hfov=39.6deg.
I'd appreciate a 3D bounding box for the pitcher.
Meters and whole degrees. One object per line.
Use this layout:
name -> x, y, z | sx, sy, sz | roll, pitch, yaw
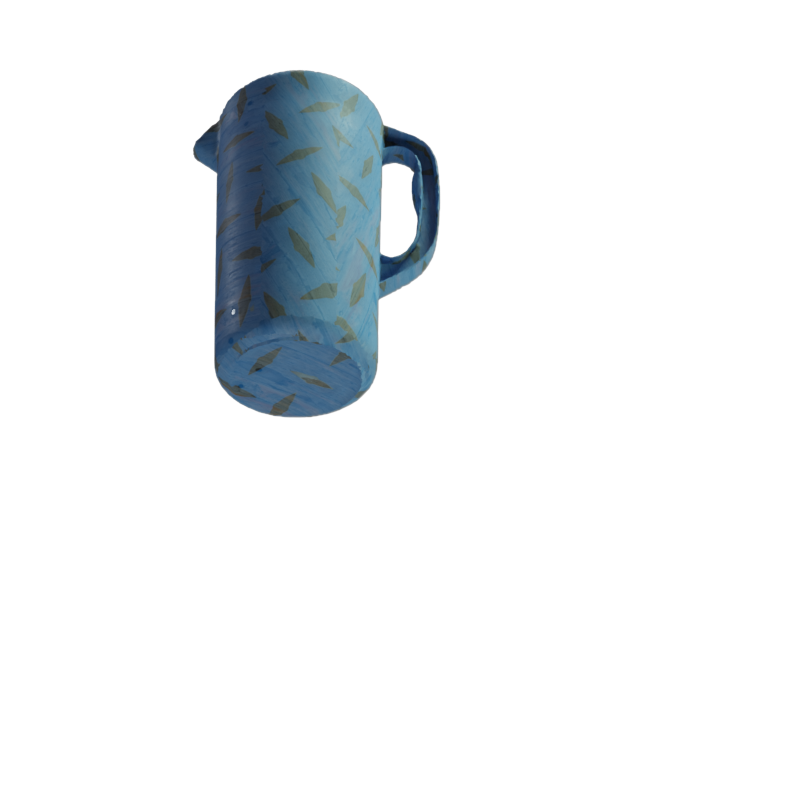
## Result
pitcher -> -0.063, -0.115, 0.802 | 0.149, 0.261, 0.135 | -30, -46, 30
